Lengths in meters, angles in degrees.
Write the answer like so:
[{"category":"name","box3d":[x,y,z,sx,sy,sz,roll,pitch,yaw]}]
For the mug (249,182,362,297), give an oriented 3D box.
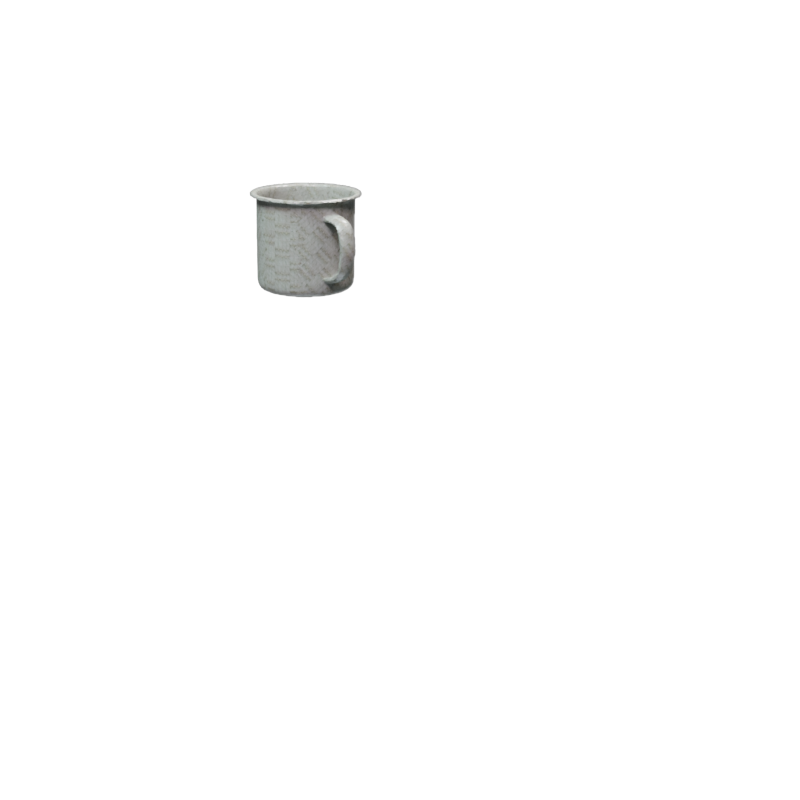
[{"category":"mug","box3d":[-0.072,-0.131,0.917,0.091,0.079,0.124,-11,21,-33]}]
